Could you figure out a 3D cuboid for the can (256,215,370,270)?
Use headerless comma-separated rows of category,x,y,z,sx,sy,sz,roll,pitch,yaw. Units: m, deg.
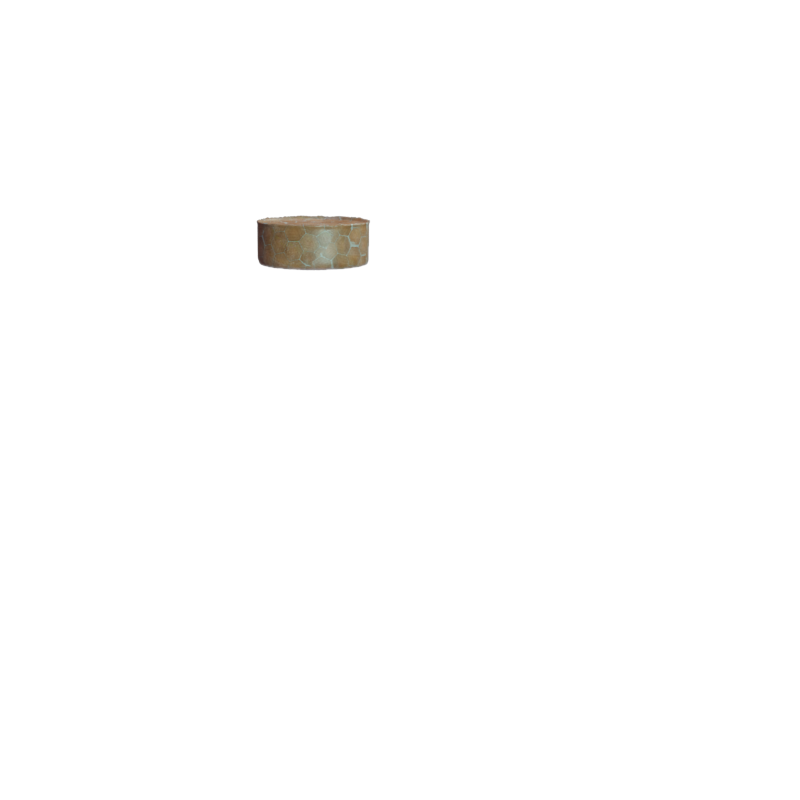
can,-0.066,-0.120,0.840,0.086,0.033,0.088,0,13,-2
